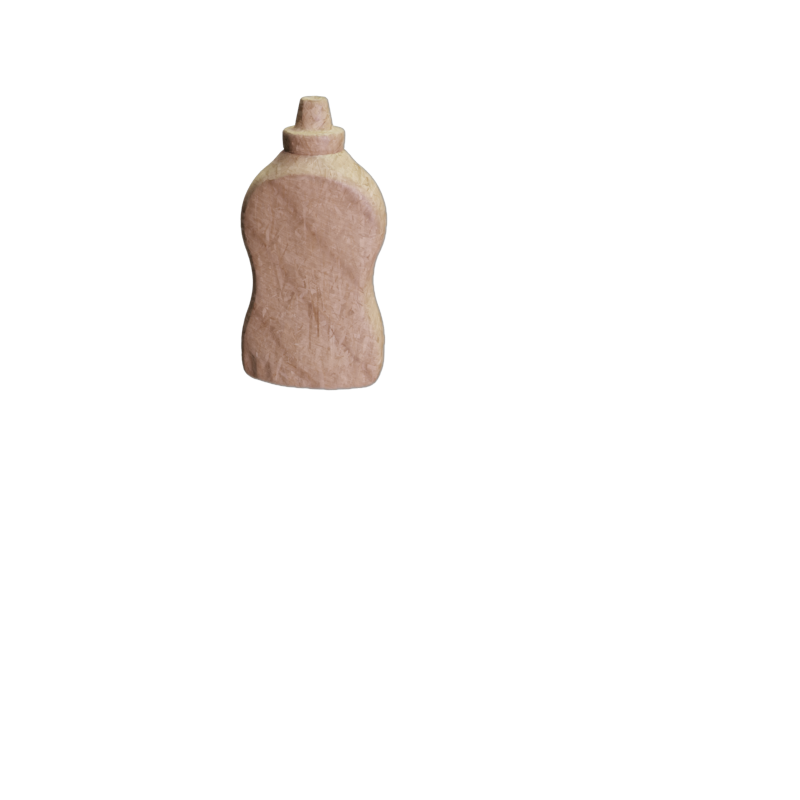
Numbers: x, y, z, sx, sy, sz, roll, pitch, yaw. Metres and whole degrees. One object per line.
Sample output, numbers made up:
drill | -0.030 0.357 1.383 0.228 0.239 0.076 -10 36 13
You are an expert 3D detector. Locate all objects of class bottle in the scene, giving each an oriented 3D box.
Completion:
bottle | -0.058 -0.105 0.736 0.098 0.184 0.060 5 18 11
